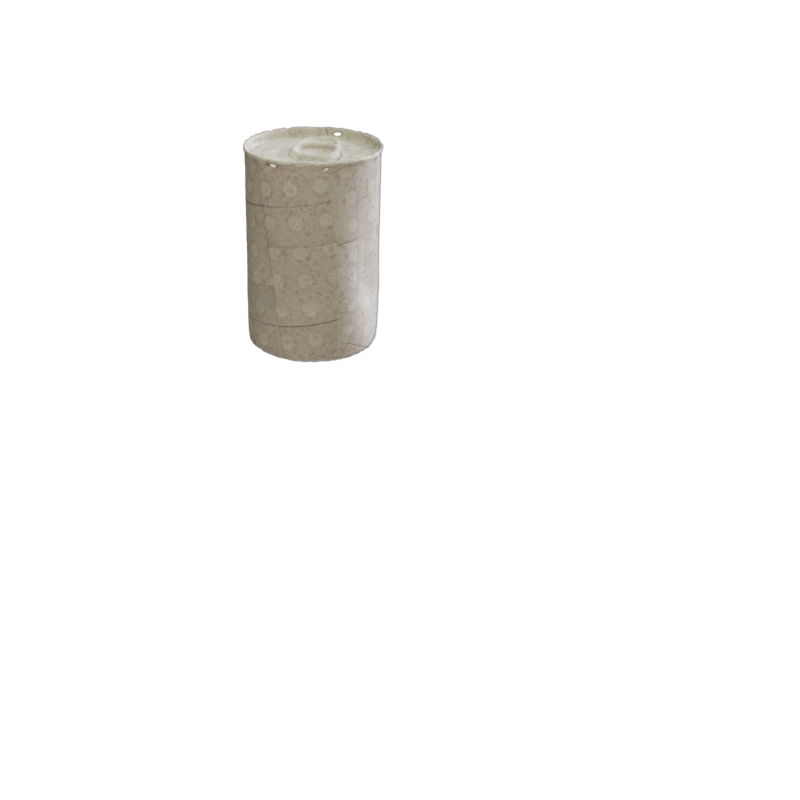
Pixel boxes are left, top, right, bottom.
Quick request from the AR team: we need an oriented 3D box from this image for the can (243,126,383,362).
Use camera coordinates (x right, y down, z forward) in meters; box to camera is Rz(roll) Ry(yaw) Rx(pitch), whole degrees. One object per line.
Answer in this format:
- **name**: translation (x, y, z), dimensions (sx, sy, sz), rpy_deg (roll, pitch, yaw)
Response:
- **can**: translation (-0.043, -0.079, 0.552), dimensions (0.068, 0.097, 0.072), rpy_deg (0, 24, -2)
